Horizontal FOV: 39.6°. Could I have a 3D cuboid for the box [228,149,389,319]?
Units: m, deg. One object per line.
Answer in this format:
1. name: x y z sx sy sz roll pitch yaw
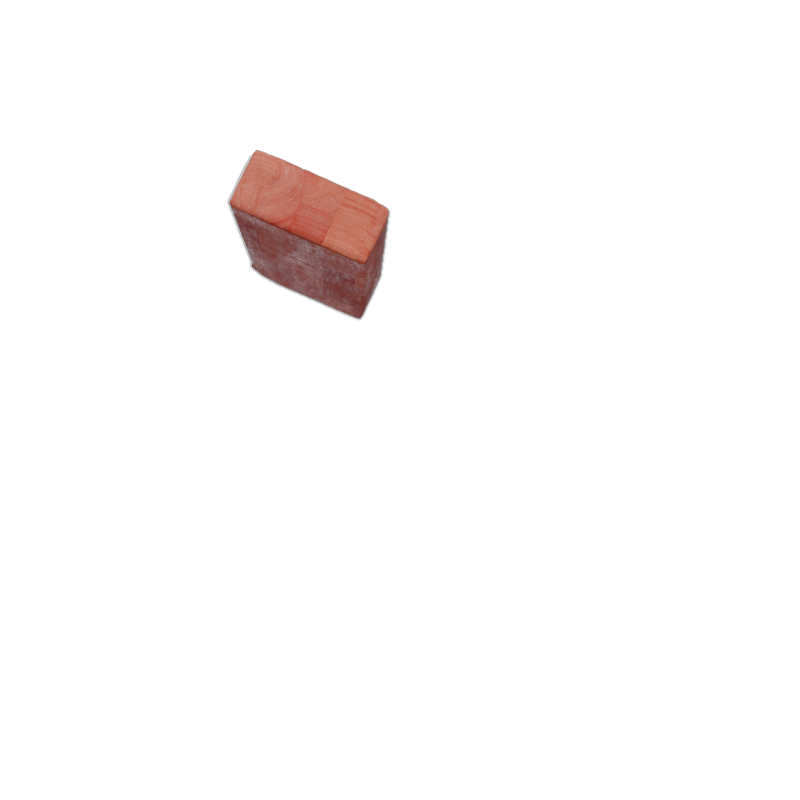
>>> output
1. box: -0.058 -0.106 0.744 0.094 0.049 0.171 25 -10 1
